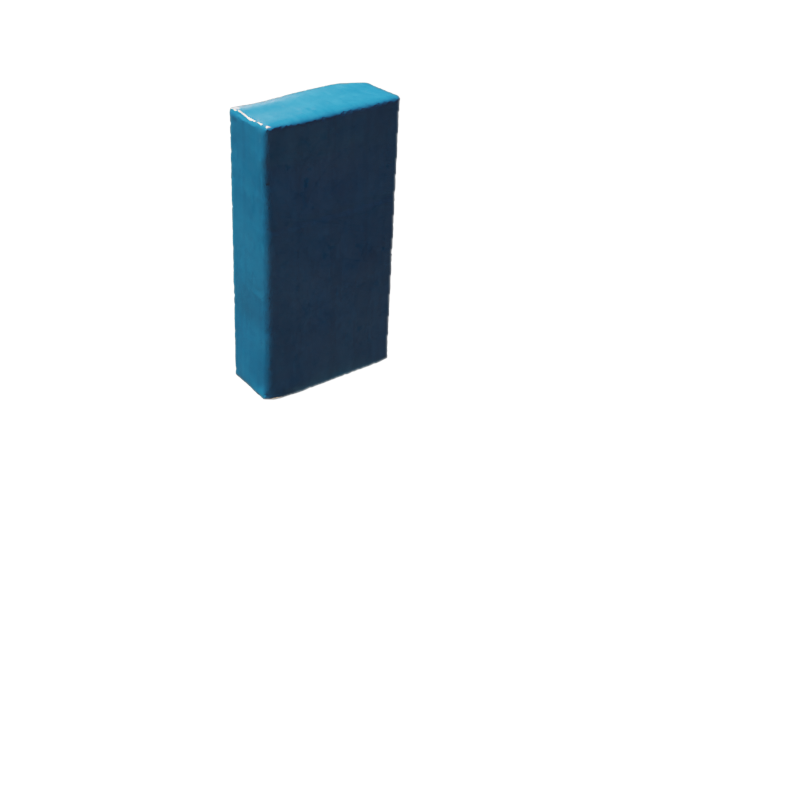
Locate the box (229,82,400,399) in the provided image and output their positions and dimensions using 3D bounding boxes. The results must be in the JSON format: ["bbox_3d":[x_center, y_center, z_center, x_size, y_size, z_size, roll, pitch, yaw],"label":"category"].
[{"bbox_3d":[-0.051,-0.093,0.652,0.092,0.167,0.051,-18,33,-33],"label":"box"}]
